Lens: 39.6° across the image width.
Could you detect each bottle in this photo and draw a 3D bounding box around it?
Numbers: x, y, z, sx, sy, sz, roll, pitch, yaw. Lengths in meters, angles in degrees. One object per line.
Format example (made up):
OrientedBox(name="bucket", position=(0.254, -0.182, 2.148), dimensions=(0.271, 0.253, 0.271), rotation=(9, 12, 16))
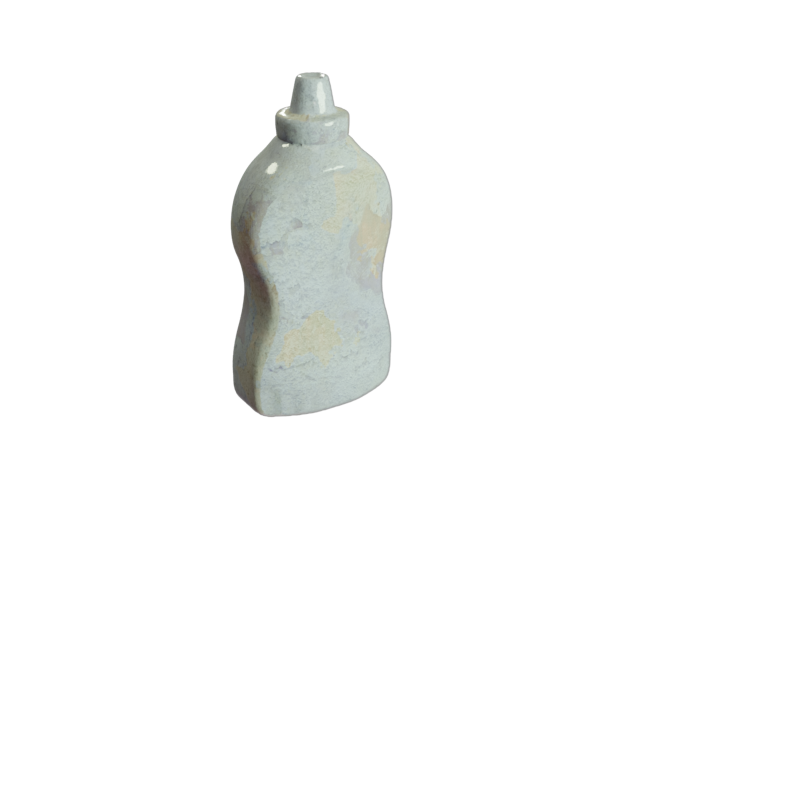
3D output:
OrientedBox(name="bottle", position=(-0.050, -0.090, 0.631), dimensions=(0.094, 0.182, 0.062), rotation=(-13, 27, -30))
